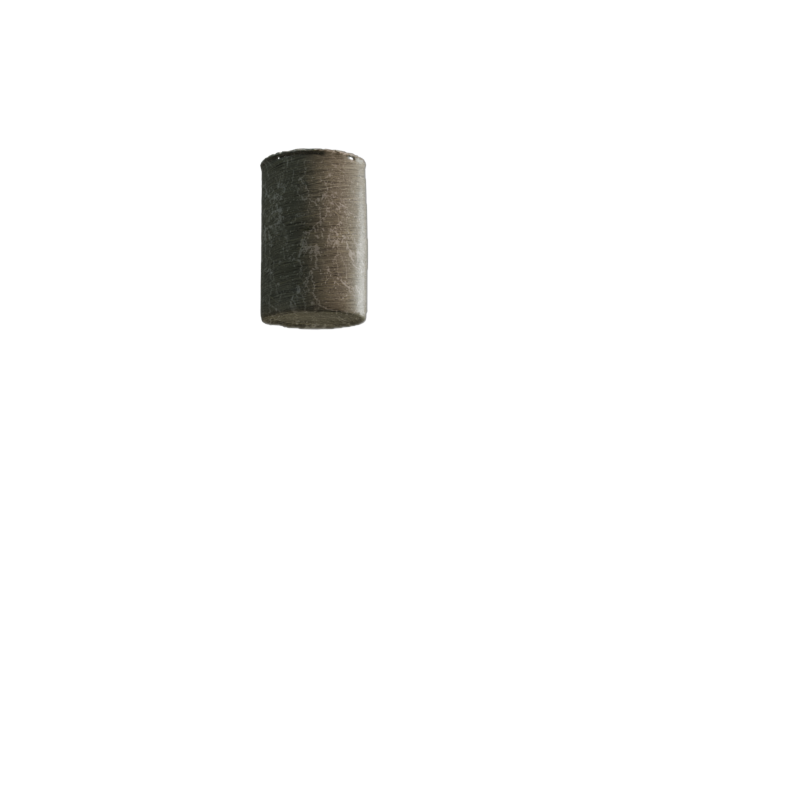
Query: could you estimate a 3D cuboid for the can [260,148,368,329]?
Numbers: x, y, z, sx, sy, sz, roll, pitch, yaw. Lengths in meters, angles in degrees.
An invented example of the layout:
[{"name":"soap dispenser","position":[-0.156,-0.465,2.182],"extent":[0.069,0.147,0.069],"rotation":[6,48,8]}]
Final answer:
[{"name":"can","position":[-0.055,-0.100,0.698],"extent":[0.068,0.105,0.067],"rotation":[0,-11,-2]}]
